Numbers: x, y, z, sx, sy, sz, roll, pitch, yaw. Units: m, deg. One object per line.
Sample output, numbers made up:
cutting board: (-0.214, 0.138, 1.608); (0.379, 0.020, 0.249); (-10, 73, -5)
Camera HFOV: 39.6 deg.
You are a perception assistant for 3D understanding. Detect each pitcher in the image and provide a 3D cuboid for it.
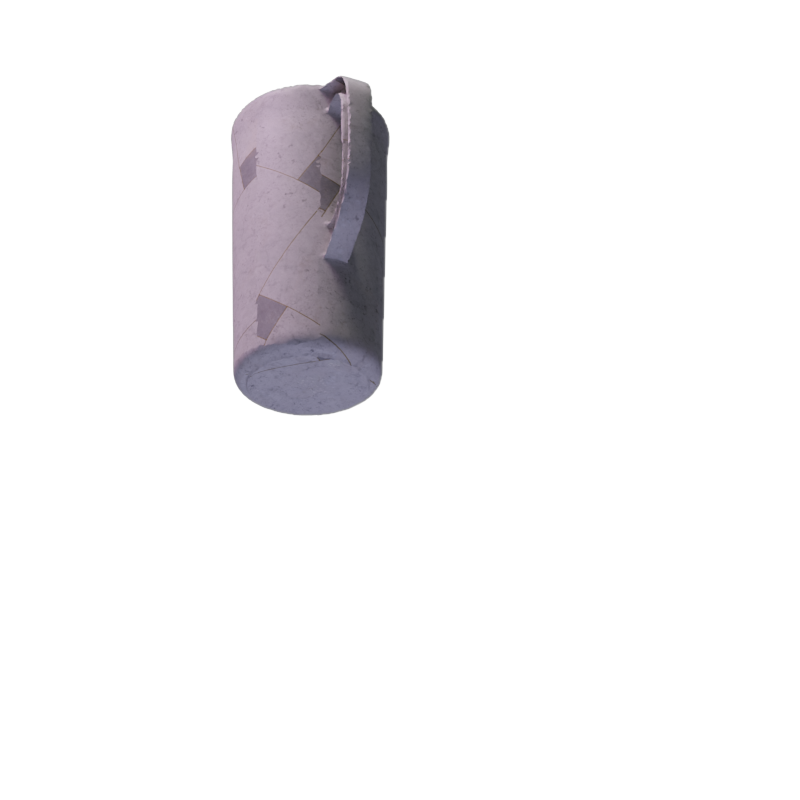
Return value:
pitcher: (-0.067, -0.122, 0.855); (0.147, 0.260, 0.138); (-13, -35, 16)
